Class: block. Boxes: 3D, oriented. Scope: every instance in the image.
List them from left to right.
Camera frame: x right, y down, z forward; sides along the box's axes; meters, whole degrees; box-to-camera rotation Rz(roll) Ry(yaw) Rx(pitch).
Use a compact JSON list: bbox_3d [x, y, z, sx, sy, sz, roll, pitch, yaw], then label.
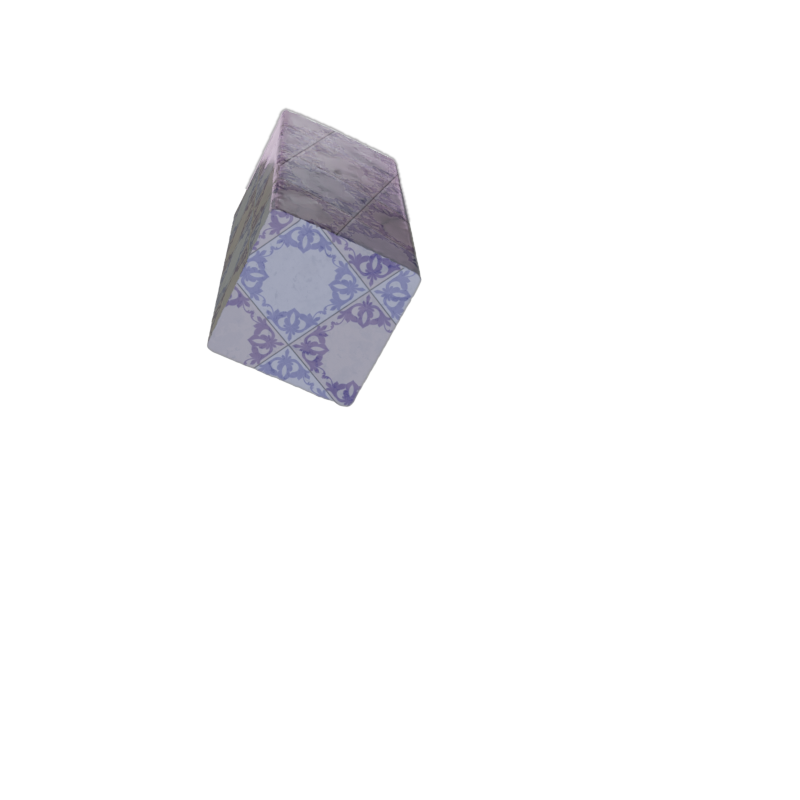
[{"bbox_3d":[-0.053,-0.097,0.682,0.088,0.088,0.218,23,23,-15],"label":"block"}]
